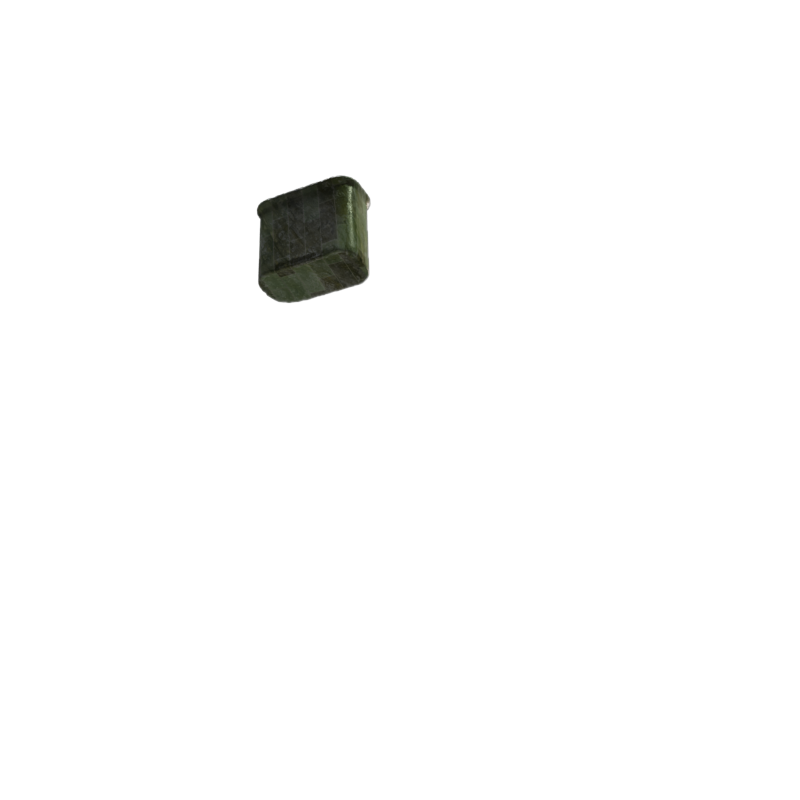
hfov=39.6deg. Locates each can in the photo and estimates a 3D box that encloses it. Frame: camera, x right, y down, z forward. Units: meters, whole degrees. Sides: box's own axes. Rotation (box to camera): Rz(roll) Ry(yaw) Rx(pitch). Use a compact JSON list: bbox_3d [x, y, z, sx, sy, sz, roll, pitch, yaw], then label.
[{"bbox_3d":[-0.077,-0.140,0.980,0.103,0.090,0.053,-16,-37,20],"label":"can"}]
